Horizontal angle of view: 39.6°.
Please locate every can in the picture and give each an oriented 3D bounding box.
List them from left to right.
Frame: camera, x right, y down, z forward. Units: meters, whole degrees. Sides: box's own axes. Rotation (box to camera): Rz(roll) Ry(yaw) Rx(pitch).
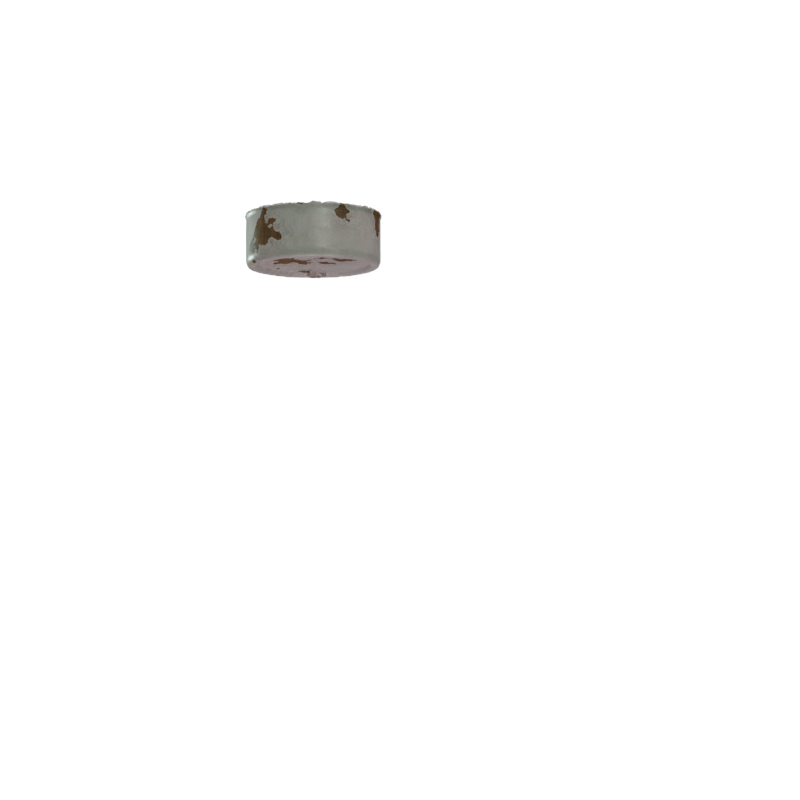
[{"bbox_3d":[-0.054,-0.099,0.696,0.086,0.034,0.084,0,-4,-2],"label":"can"}]
